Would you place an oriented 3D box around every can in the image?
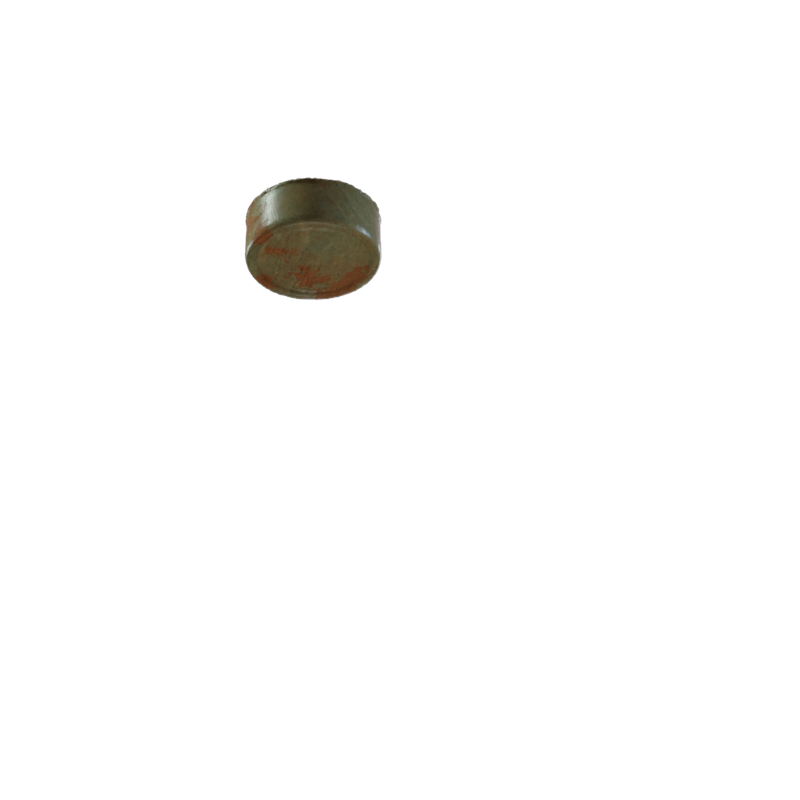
[{"bbox_3d":[-0.054,-0.099,0.691,0.086,0.036,0.080,1,-32,-2],"label":"can"}]
